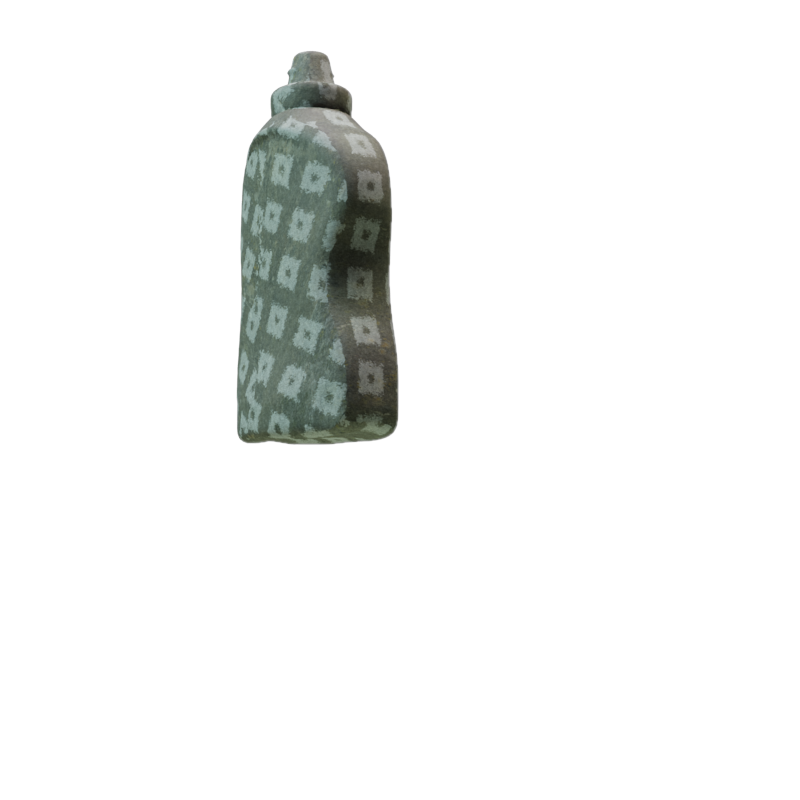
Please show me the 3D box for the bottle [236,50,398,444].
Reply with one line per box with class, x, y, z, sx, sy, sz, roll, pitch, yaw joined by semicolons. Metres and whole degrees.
bottle;-0.043;-0.077;0.539;0.056;0.198;0.097;7;-14;-34
